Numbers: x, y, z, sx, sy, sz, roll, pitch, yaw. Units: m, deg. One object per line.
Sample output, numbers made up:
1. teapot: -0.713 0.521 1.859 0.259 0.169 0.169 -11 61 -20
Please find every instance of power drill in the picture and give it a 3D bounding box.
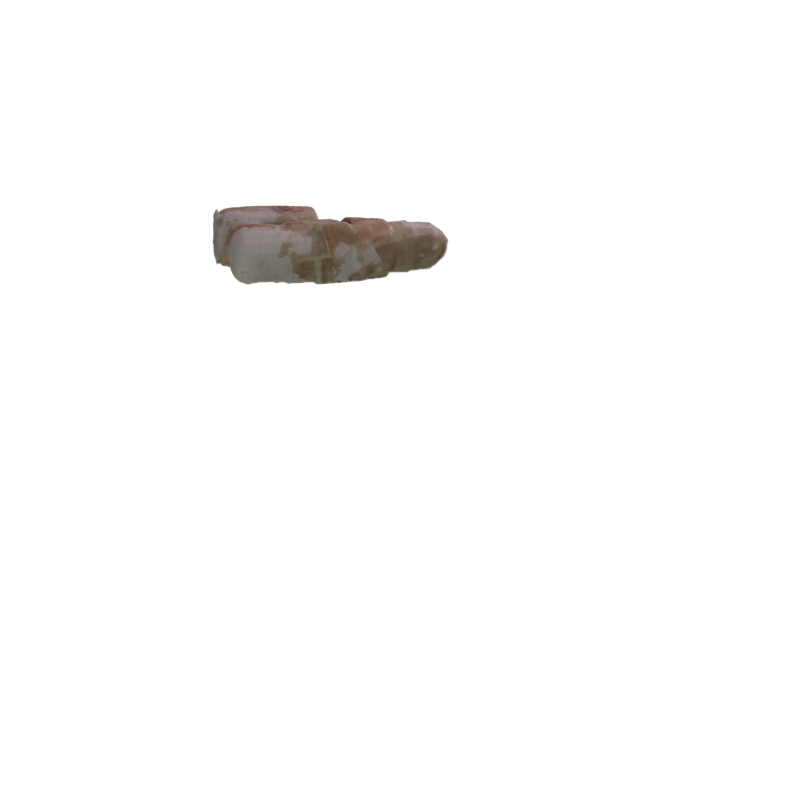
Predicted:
1. power drill: -0.075 -0.137 0.958 0.180 0.056 0.196 -4 12 -21
